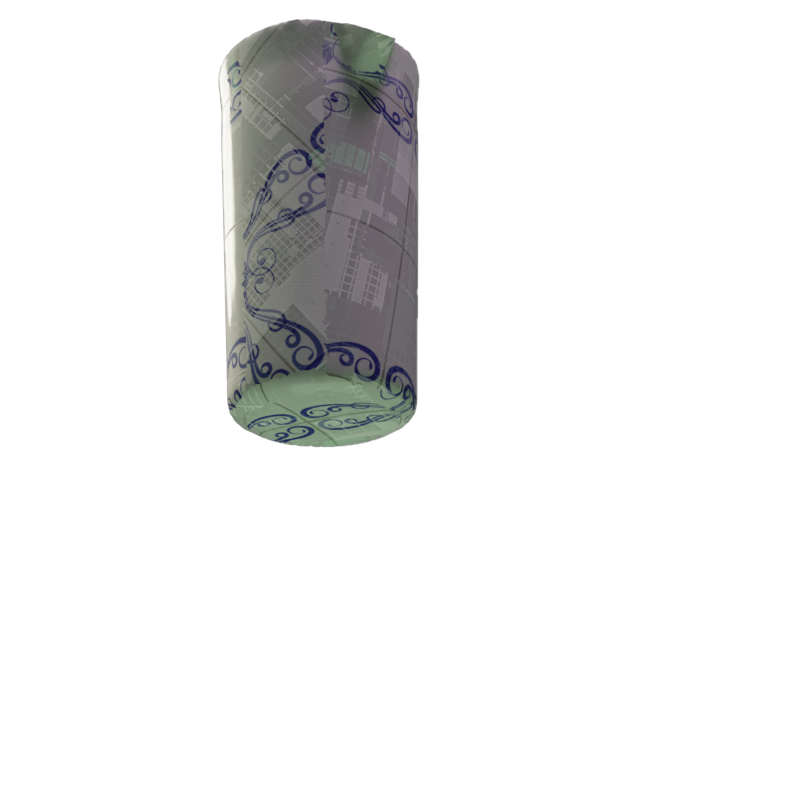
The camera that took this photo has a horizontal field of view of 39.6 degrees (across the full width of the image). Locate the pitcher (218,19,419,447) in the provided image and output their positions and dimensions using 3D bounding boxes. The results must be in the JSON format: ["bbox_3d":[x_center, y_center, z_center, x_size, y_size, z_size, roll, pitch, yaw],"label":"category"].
[{"bbox_3d":[-0.054,-0.098,0.689,0.147,0.257,0.139,-8,-26,12],"label":"pitcher"}]
